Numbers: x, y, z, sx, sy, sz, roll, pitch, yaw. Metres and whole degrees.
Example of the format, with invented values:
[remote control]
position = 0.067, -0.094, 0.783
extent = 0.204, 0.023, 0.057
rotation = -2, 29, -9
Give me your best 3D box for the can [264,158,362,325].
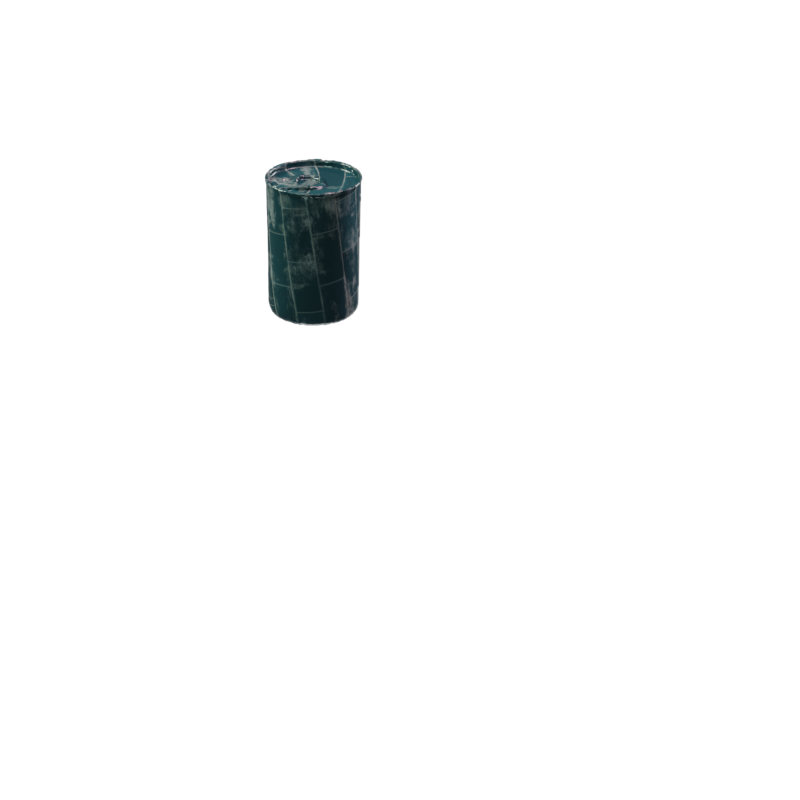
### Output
[can]
position = -0.062, -0.113, 0.793
extent = 0.068, 0.097, 0.073
rotation = 0, 28, -2
